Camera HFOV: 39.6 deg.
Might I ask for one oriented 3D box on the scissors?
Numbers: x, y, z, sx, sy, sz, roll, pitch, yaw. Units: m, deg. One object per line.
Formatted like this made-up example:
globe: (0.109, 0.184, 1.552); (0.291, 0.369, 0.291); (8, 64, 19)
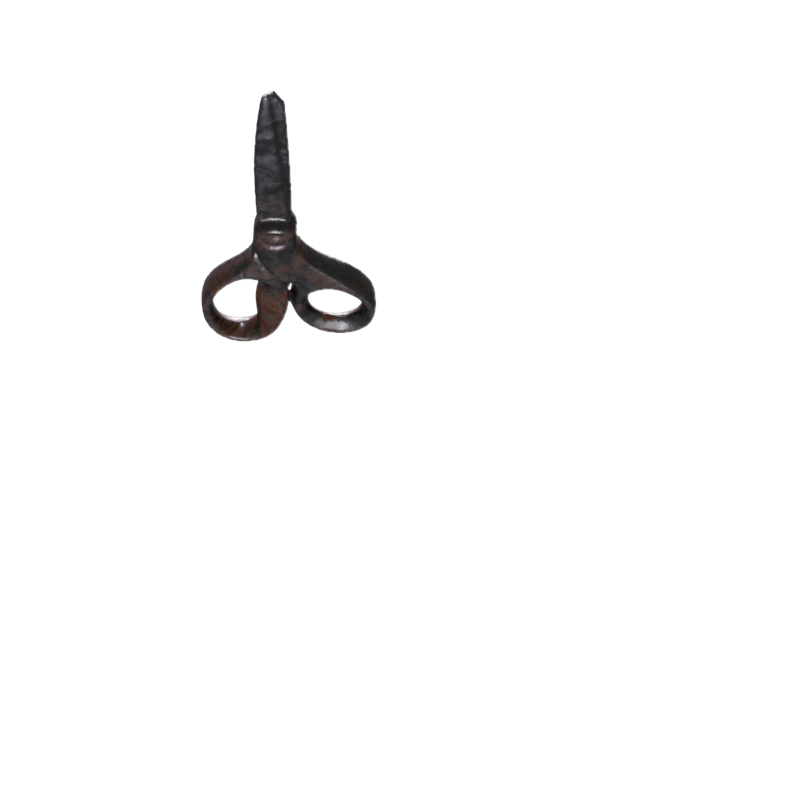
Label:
scissors: (-0.039, -0.072, 0.503); (0.094, 0.017, 0.195); (8, -25, -18)
